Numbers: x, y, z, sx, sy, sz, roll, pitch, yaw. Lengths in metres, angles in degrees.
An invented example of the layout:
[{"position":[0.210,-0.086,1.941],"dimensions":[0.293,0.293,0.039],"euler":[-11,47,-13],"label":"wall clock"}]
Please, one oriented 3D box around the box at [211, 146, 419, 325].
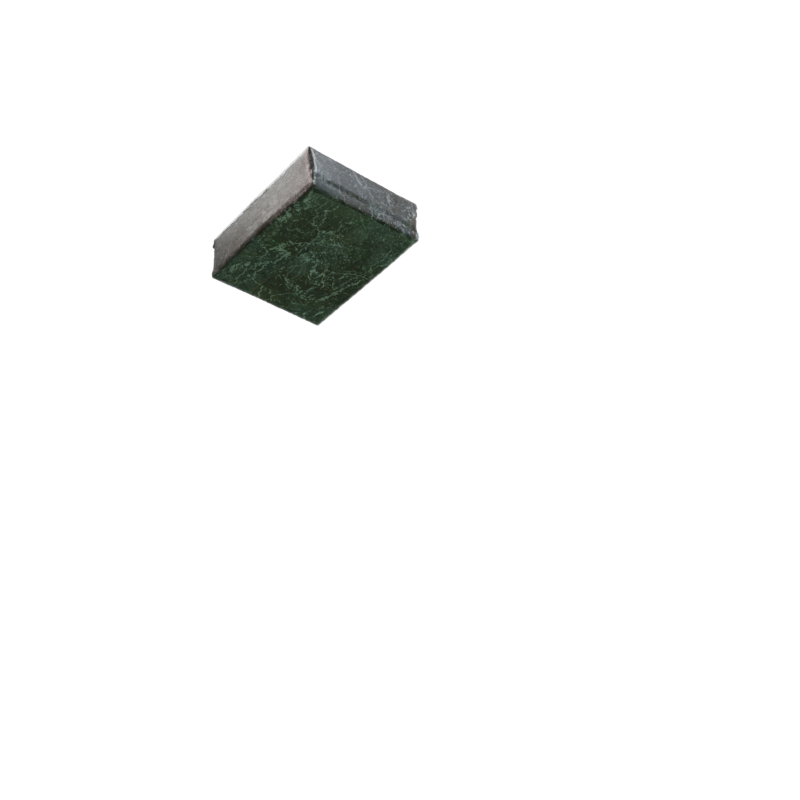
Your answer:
[{"position":[-0.057,-0.104,0.728],"dimensions":[0.085,0.042,0.112],"euler":[25,-43,-31],"label":"box"}]
